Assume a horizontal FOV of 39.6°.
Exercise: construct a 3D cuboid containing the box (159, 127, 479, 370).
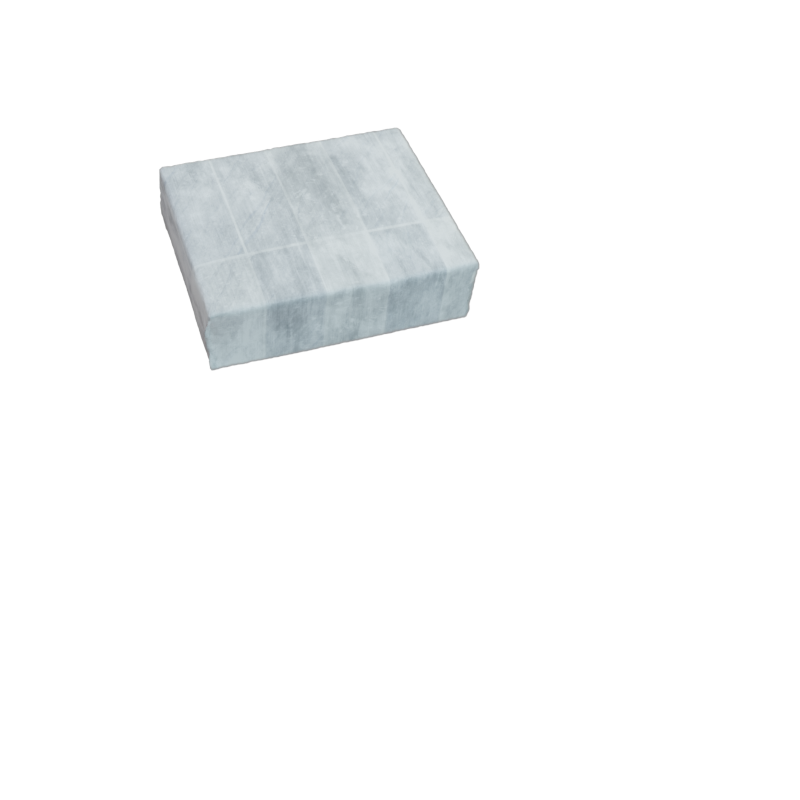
[{"bbox_3d":[-0.036,-0.066,0.463,0.112,0.097,0.036,-14,-41,-13],"label":"box"}]
